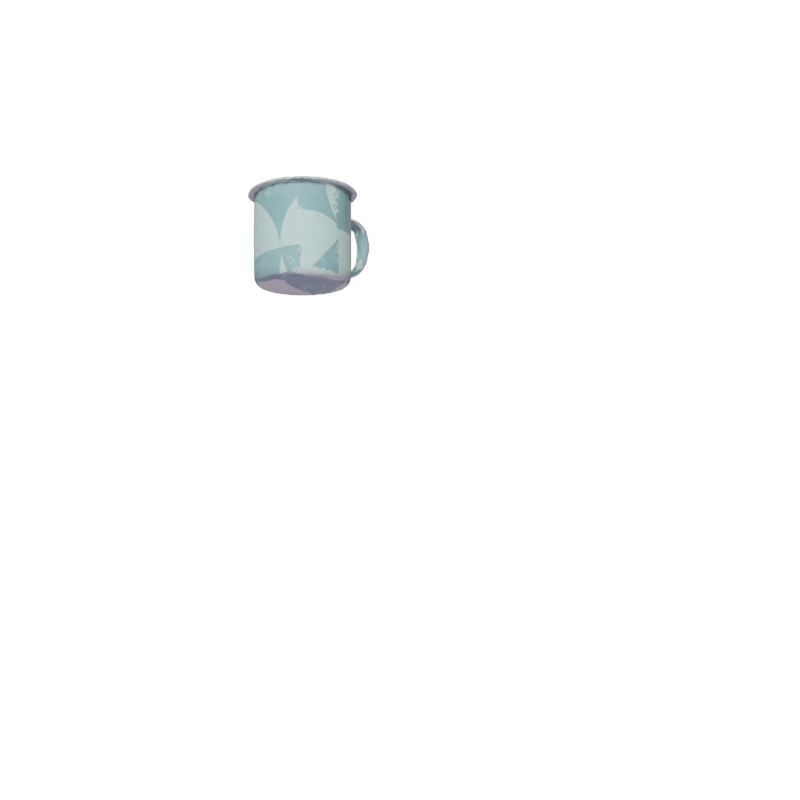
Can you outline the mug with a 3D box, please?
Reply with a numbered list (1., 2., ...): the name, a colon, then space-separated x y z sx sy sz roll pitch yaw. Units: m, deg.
1. mug: -0.074 -0.135 0.946 0.111 0.084 0.095 10 -15 -42
